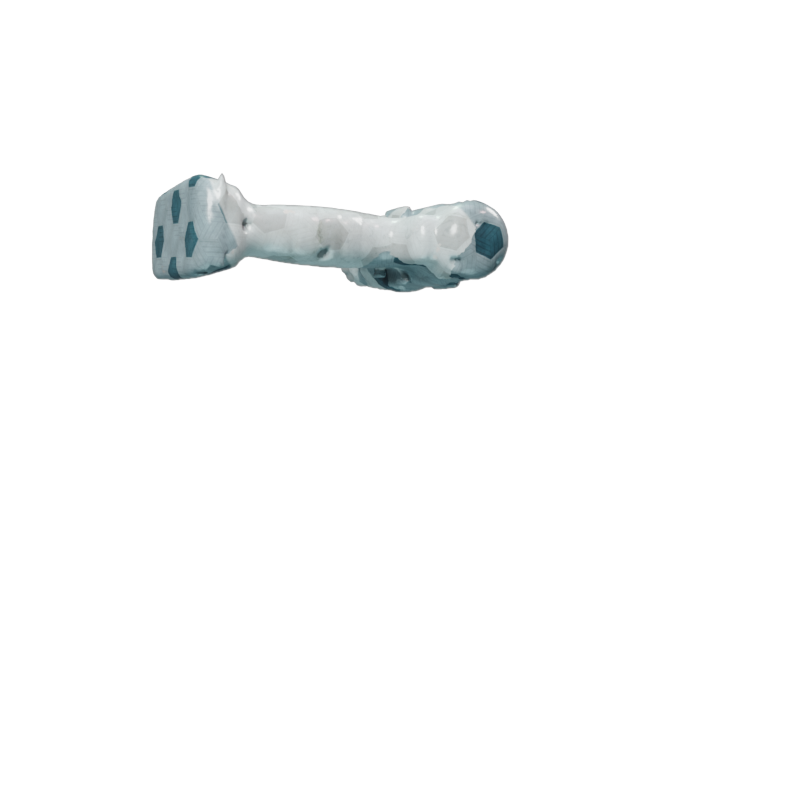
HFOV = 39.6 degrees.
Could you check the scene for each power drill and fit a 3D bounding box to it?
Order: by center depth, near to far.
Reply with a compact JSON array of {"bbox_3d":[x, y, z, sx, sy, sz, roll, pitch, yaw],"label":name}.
[{"bbox_3d":[-0.053,-0.097,0.682,0.182,0.058,0.188,0,0,-23],"label":"power drill"}]
